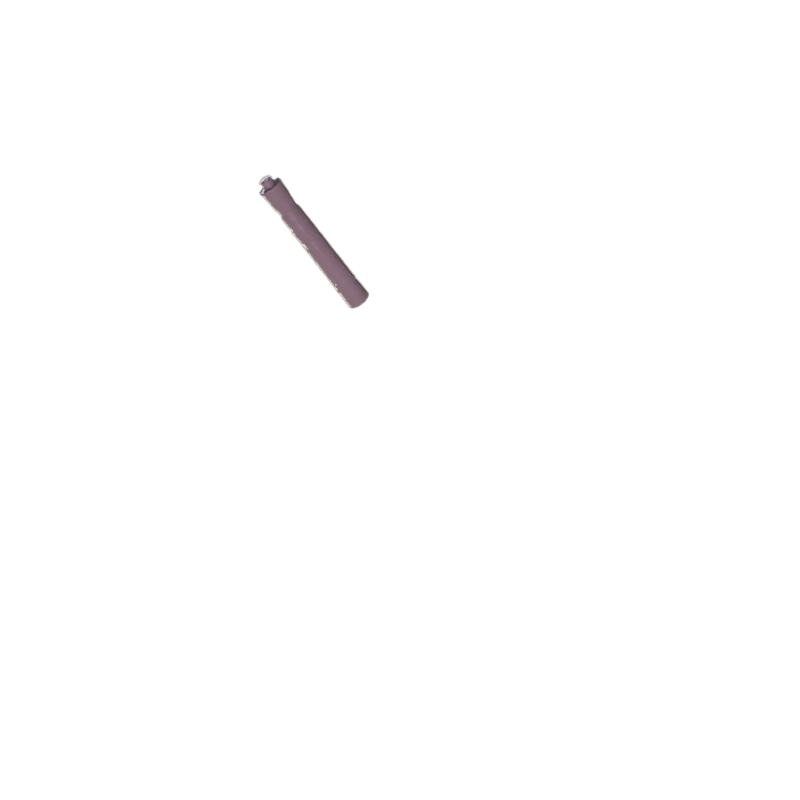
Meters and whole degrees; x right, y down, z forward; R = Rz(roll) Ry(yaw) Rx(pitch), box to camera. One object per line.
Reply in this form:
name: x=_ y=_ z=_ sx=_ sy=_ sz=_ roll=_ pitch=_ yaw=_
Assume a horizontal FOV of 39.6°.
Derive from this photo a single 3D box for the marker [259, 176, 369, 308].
marker: x=-0.064 y=-0.117 z=0.818 sx=0.020 sy=0.114 sz=0.021 roll=-32 pitch=23 yaw=15
